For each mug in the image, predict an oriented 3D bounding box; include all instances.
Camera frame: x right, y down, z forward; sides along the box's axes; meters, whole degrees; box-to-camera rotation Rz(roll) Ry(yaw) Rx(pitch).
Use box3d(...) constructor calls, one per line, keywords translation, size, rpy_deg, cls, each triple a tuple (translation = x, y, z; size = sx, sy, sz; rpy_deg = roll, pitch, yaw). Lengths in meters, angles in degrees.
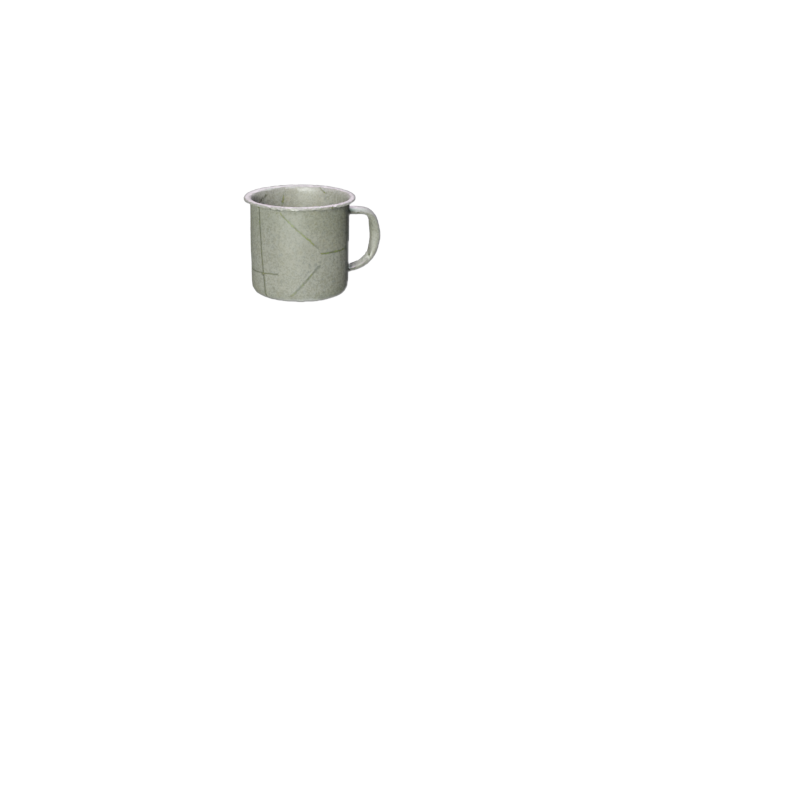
box3d(translation=(-0.073, -0.133, 0.932), size=(0.115, 0.078, 0.099), rpy_deg=(-7, 21, -20), cls="mug")
